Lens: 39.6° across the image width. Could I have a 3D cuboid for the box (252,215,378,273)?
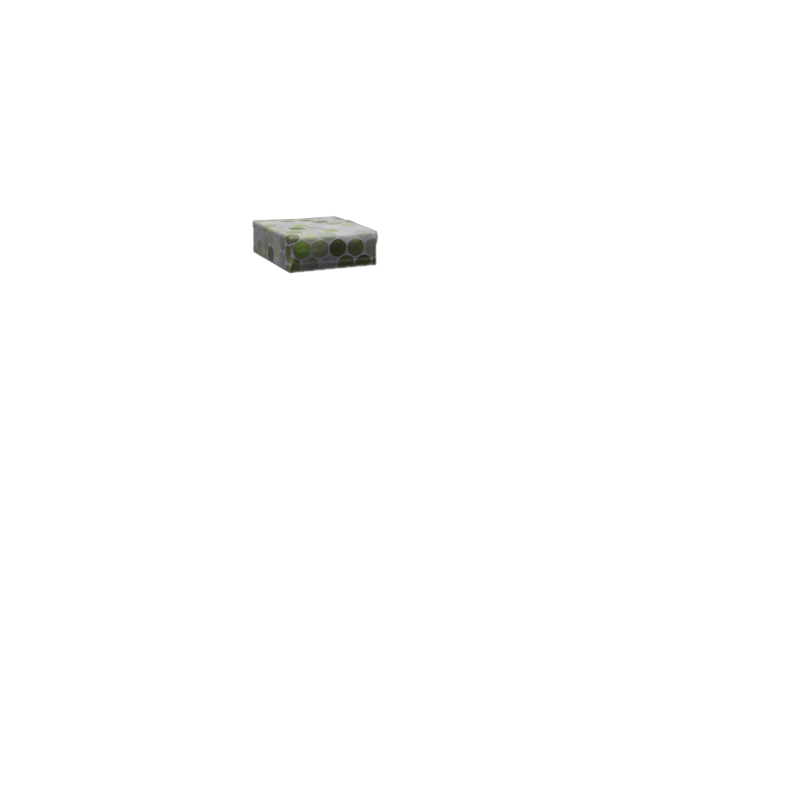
[{"bbox_3d":[-0.068,-0.124,0.871,0.071,0.029,0.094,-7,18,-23],"label":"box"}]
